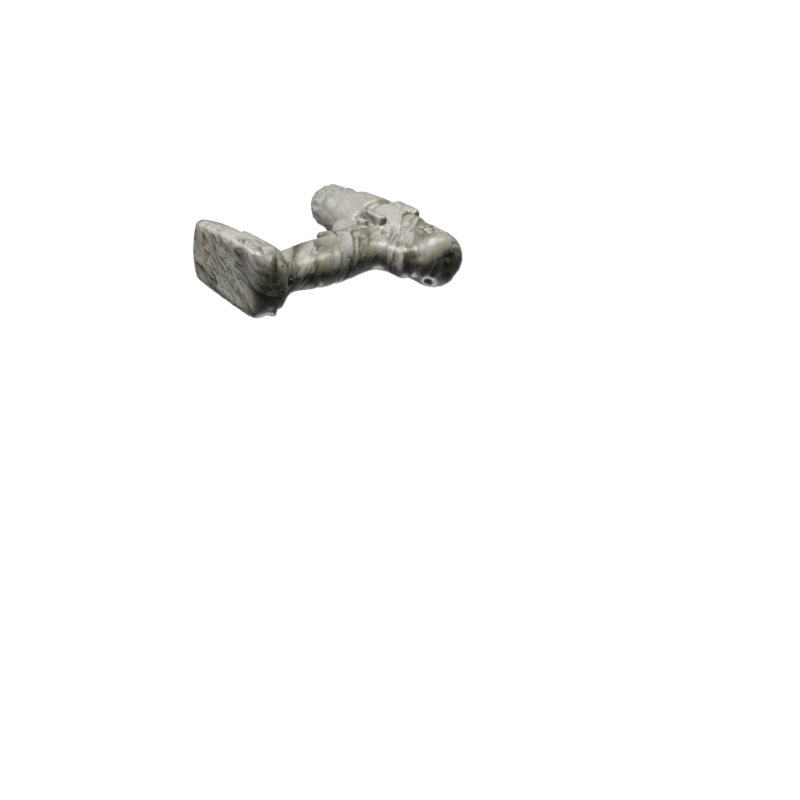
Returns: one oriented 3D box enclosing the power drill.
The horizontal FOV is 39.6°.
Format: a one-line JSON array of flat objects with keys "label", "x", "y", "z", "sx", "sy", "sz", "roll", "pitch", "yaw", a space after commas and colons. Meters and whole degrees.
[{"label": "power drill", "x": -0.071, "y": -0.130, "z": 0.910, "sx": 0.184, "sy": 0.055, "sz": 0.197, "roll": -17, "pitch": 31, "yaw": -32}]
